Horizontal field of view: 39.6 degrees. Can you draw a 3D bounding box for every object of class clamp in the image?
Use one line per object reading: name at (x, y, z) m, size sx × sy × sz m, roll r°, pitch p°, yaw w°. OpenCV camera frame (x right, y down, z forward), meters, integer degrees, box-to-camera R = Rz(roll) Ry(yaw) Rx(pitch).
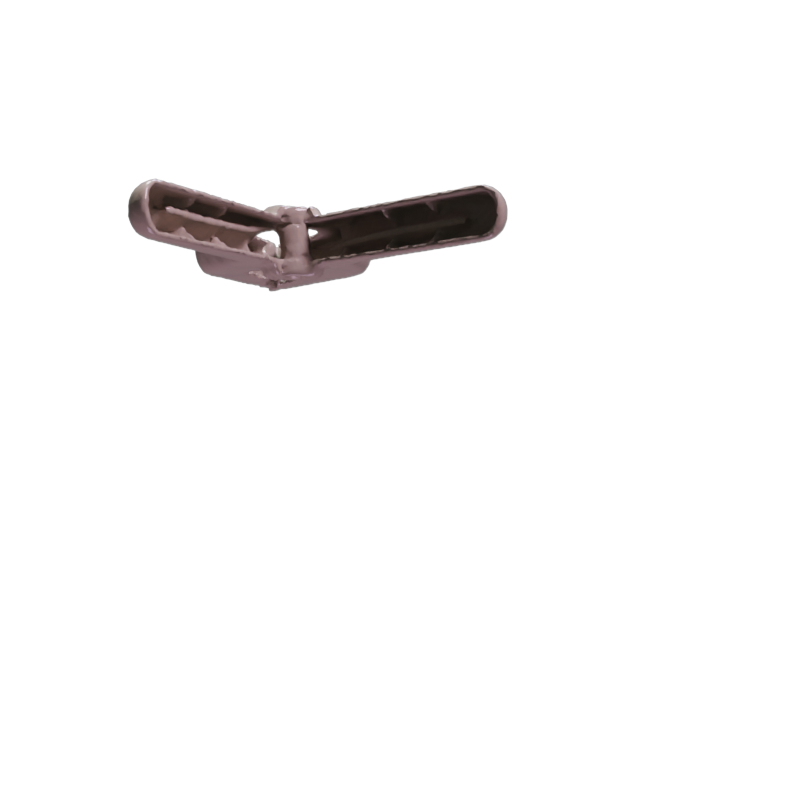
clamp at (-0.044, -0.080, 0.561) m, size 0.164 × 0.037 × 0.209 m, roll 0°, pitch -1°, yaw -5°
